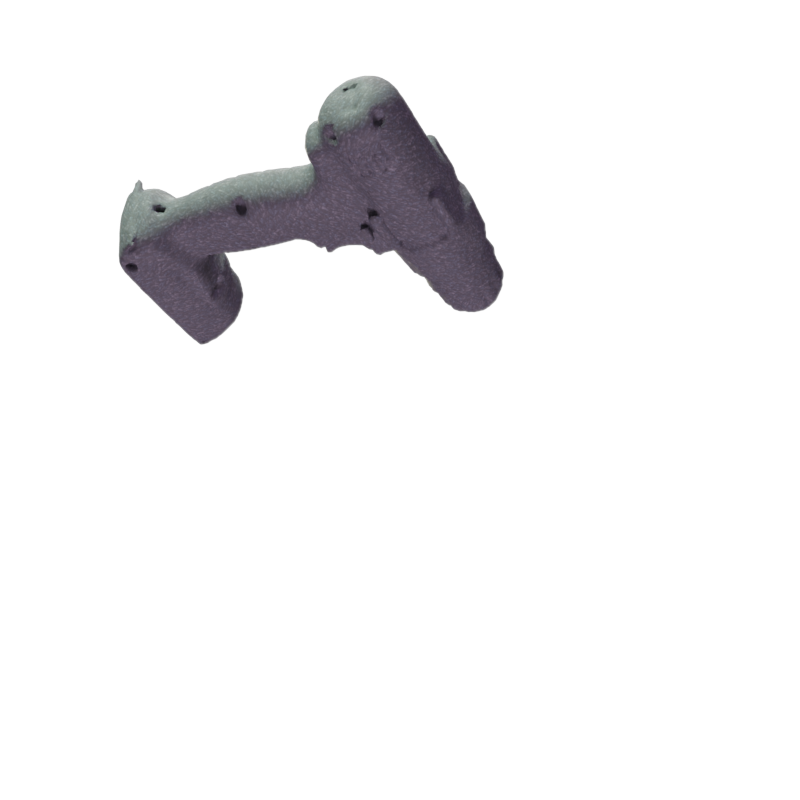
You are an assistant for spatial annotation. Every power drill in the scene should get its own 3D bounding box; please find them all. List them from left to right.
[{"bbox_3d":[-0.050,-0.090,0.633,0.189,0.061,0.170,-16,-40,20],"label":"power drill"}]
